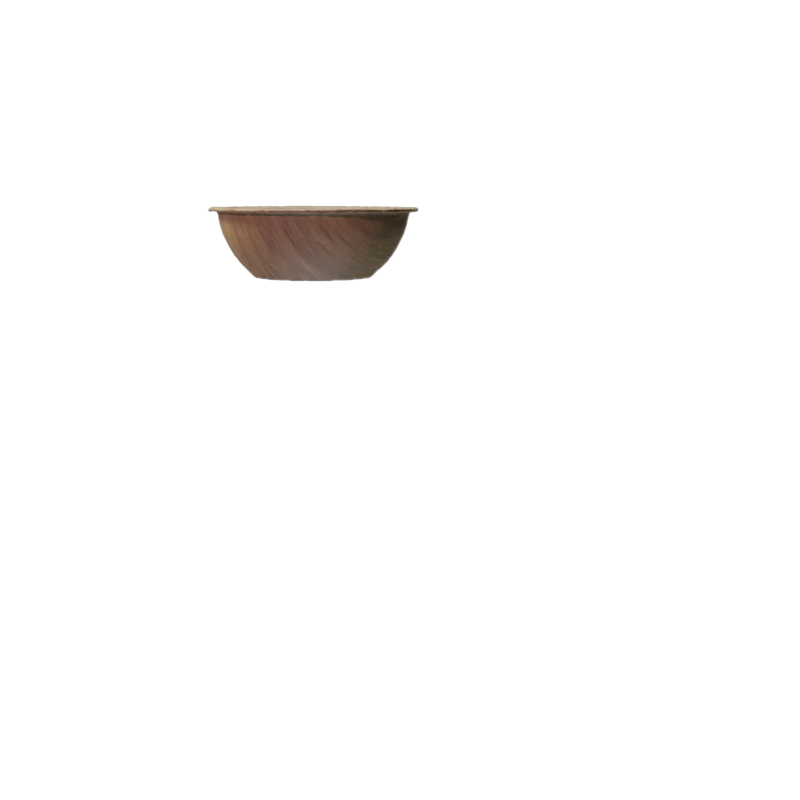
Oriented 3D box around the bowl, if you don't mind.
[{"bbox_3d":[-0.067,-0.122,0.855,0.162,0.054,0.165,0,9,-2],"label":"bowl"}]
